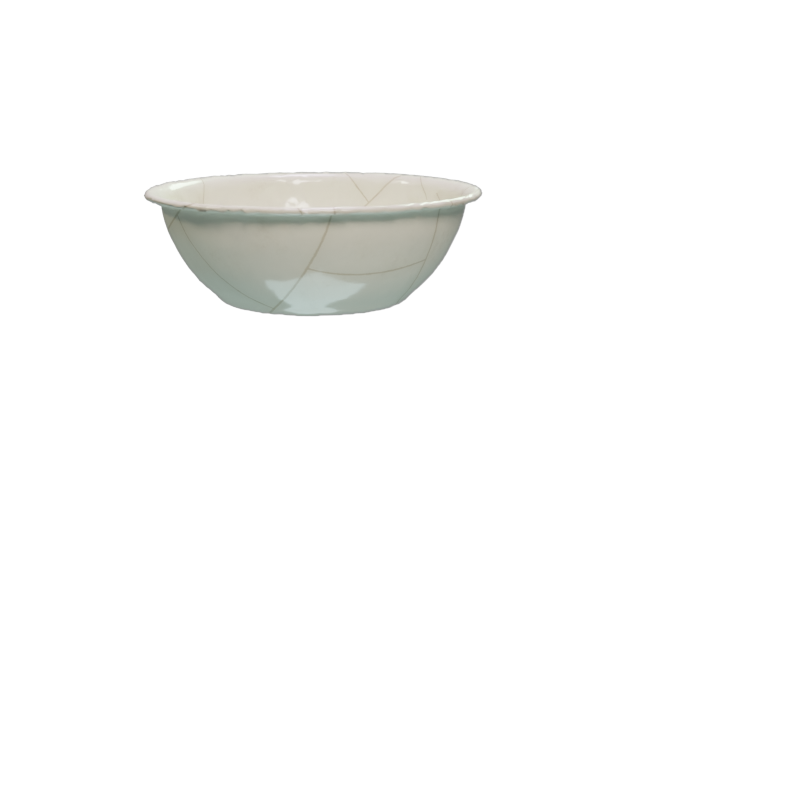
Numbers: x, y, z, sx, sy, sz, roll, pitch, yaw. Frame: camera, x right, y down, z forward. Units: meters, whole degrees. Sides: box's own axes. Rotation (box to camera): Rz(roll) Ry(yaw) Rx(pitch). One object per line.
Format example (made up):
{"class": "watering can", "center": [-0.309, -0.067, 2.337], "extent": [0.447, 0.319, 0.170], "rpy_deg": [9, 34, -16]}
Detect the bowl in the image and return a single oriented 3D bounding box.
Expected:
{"class": "bowl", "center": [-0.042, -0.077, 0.539], "extent": [0.162, 0.053, 0.167], "rpy_deg": [-1, 16, -2]}
